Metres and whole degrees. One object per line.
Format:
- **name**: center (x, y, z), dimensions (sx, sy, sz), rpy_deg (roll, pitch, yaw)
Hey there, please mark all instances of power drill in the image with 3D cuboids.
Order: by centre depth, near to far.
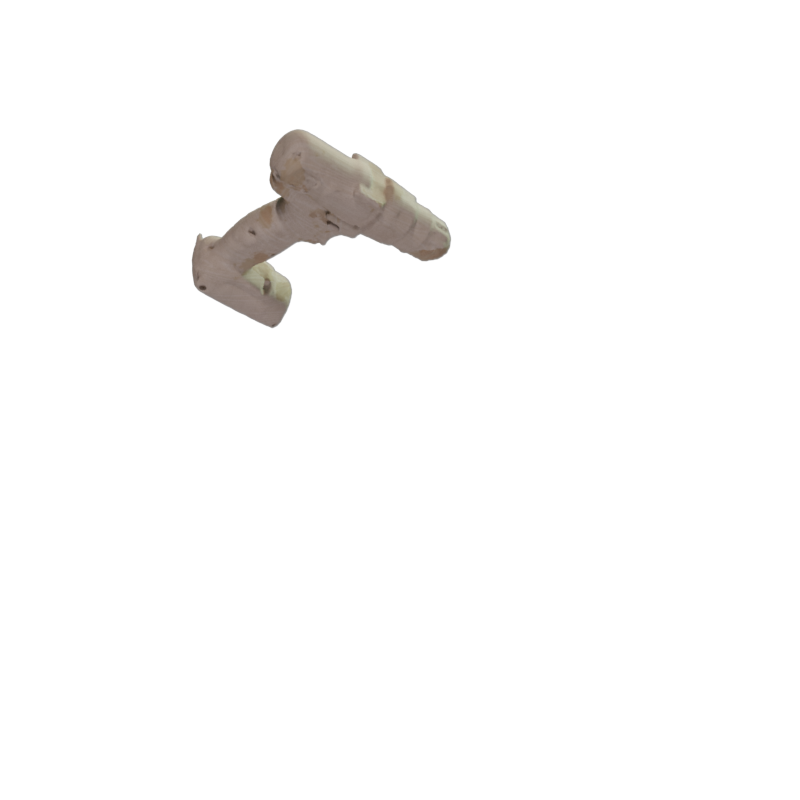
- **power drill**: center (-0.075, -0.137, 0.957), dimensions (0.174, 0.062, 0.185), rpy_deg (30, -49, -31)
